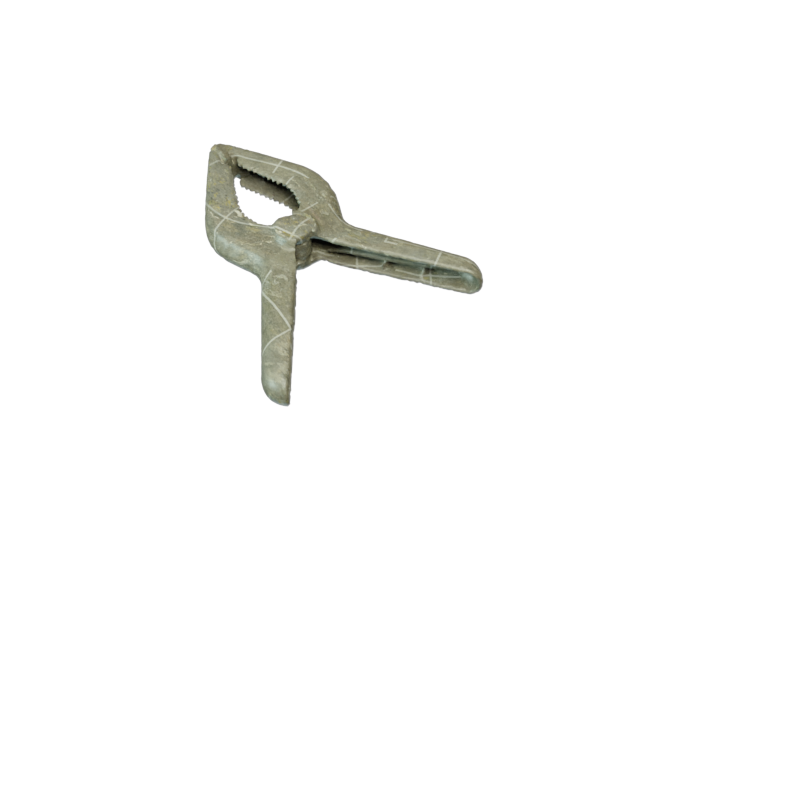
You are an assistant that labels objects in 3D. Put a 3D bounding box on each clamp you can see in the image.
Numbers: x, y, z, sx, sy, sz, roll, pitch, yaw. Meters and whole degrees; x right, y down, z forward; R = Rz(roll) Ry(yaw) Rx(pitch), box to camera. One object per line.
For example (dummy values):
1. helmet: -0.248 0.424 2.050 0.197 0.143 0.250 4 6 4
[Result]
1. clamp: -0.058 -0.107 0.746 0.164 0.226 0.034 -24 -34 -18
